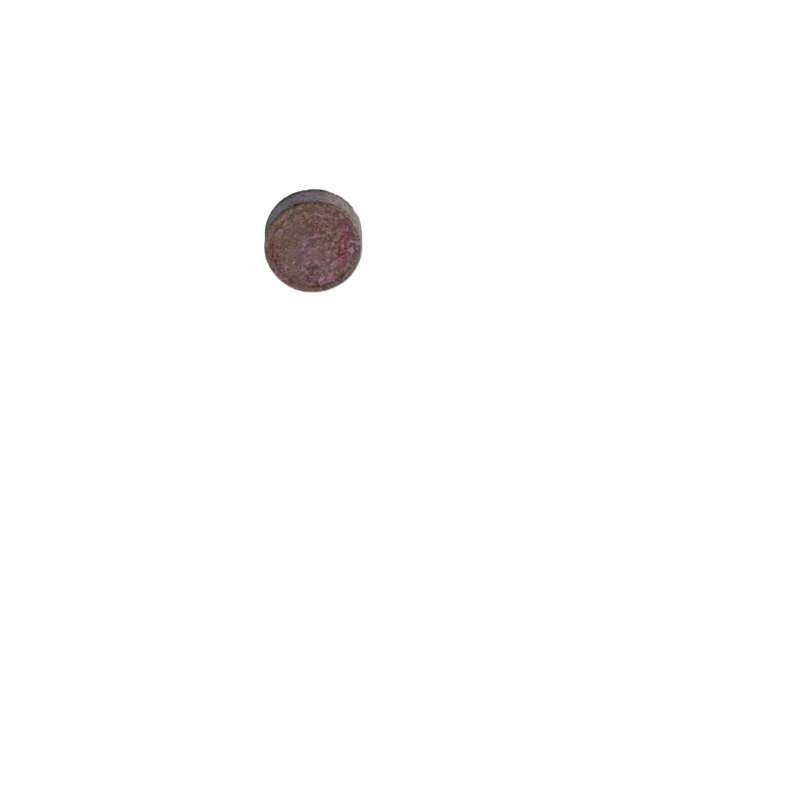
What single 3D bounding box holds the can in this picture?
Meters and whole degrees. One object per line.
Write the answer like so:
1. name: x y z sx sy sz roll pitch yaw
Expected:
1. can: -0.075 -0.137 0.959 0.086 0.082 0.035 1 25 -1
